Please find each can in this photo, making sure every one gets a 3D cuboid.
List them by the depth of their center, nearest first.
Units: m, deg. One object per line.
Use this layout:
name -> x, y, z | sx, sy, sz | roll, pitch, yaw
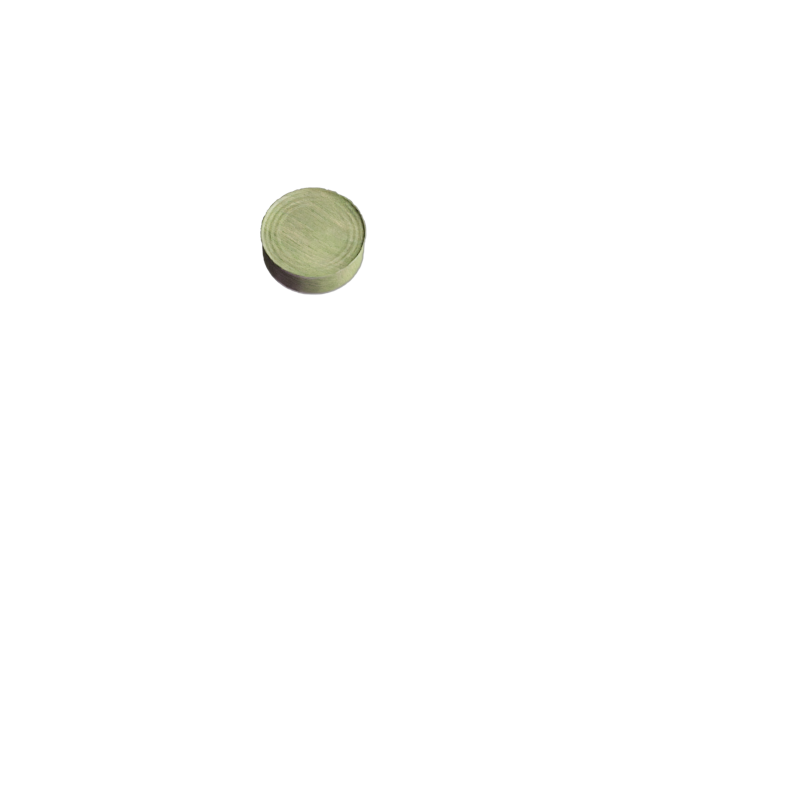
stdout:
can -> -0.071, -0.130, 0.907 | 0.086, 0.091, 0.032 | -1, -29, -1
